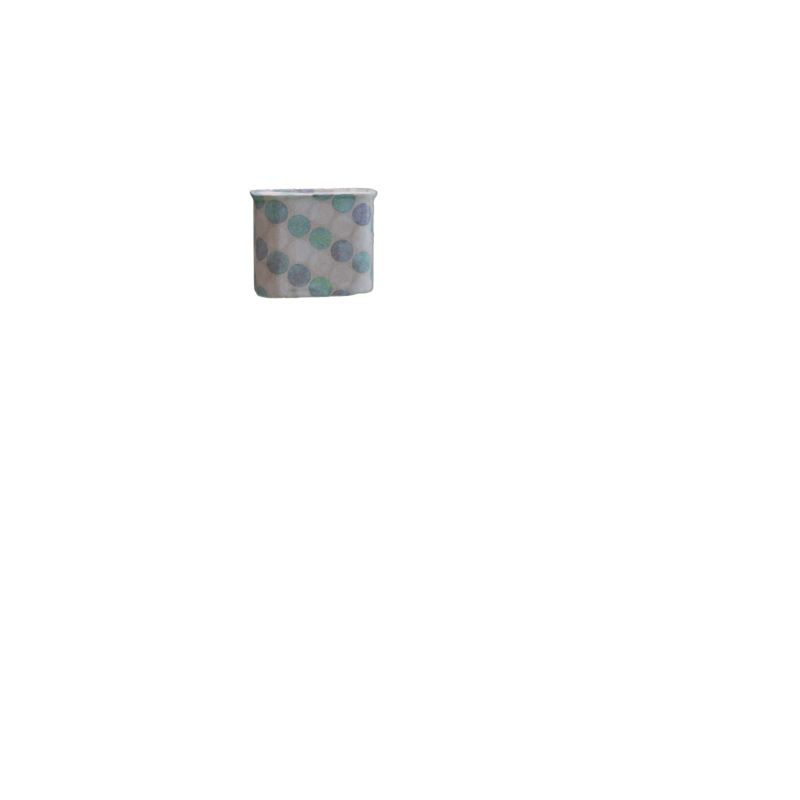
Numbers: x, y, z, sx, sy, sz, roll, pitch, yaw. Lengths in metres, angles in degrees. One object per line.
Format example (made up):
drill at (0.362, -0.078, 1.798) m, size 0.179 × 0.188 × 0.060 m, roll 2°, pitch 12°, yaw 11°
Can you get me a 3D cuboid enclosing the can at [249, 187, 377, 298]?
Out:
can at (-0.071, -0.129, 0.902) m, size 0.101 × 0.082 × 0.059 m, roll -2°, pitch 10°, yaw -10°
